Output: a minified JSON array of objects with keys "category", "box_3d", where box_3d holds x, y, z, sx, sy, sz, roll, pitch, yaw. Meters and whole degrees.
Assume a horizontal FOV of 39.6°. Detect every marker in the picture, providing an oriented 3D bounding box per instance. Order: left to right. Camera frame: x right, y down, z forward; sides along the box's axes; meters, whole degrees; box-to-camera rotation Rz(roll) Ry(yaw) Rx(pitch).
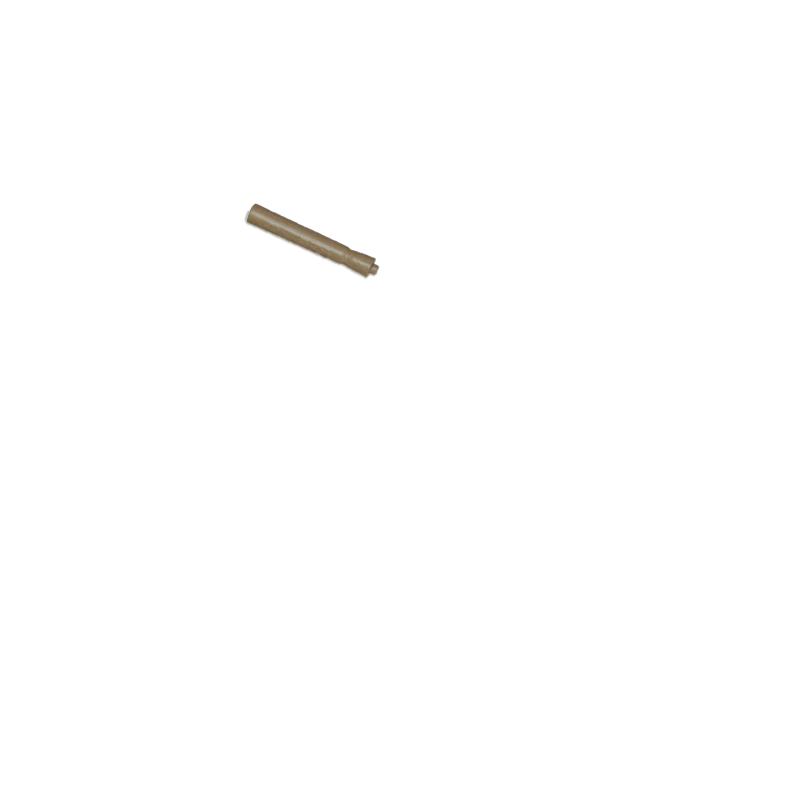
[{"category":"marker","box_3d":[-0.074,-0.136,0.950,0.123,0.020,0.020,26,7,9]}]
